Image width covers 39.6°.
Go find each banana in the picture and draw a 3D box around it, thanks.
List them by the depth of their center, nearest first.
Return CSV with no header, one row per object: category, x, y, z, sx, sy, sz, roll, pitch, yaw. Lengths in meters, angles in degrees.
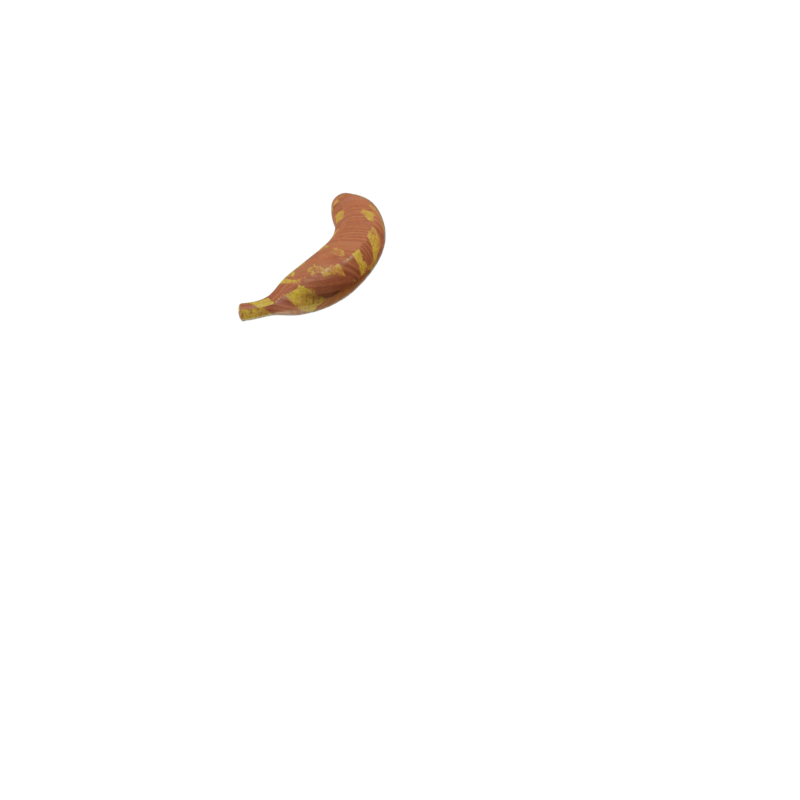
banana,-0.046,-0.108,0.787,0.071,0.035,0.204,9,31,15
